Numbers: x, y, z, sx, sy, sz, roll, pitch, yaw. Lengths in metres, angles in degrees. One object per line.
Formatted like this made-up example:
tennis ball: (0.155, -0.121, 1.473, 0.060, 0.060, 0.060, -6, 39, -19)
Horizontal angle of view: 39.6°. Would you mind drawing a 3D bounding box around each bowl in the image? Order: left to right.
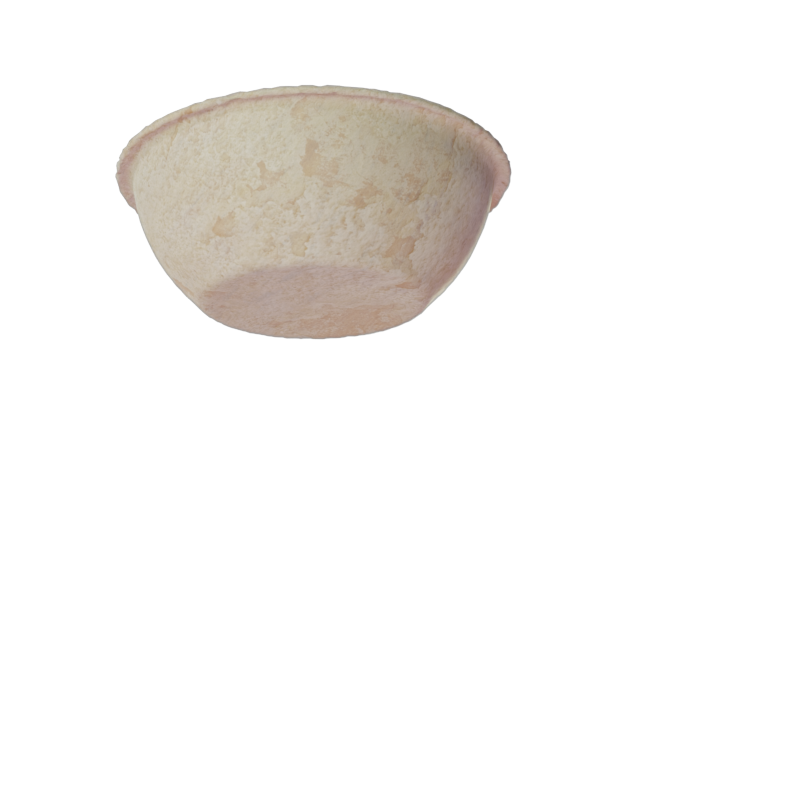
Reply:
bowl: (-0.035, -0.064, 0.449, 0.162, 0.058, 0.155, 0, -16, -2)
